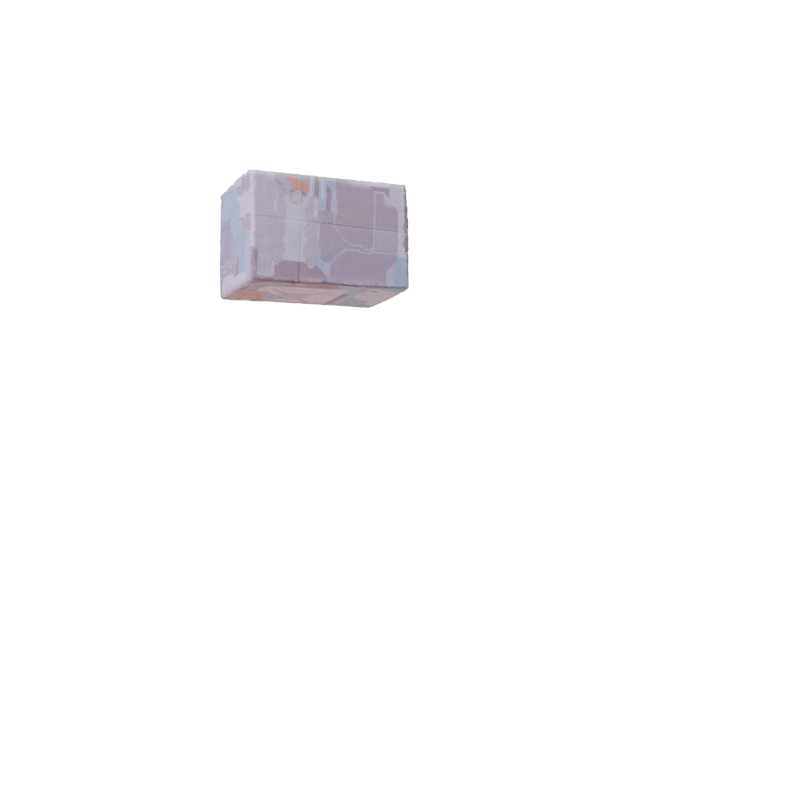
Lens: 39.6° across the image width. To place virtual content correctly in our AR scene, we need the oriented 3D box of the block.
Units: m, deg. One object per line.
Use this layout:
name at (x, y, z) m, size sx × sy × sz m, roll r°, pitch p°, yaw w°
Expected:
block at (-0.041, -0.074, 0.519) m, size 0.076 × 0.053 × 0.053 m, roll 3°, pitch -10°, yaw -22°
